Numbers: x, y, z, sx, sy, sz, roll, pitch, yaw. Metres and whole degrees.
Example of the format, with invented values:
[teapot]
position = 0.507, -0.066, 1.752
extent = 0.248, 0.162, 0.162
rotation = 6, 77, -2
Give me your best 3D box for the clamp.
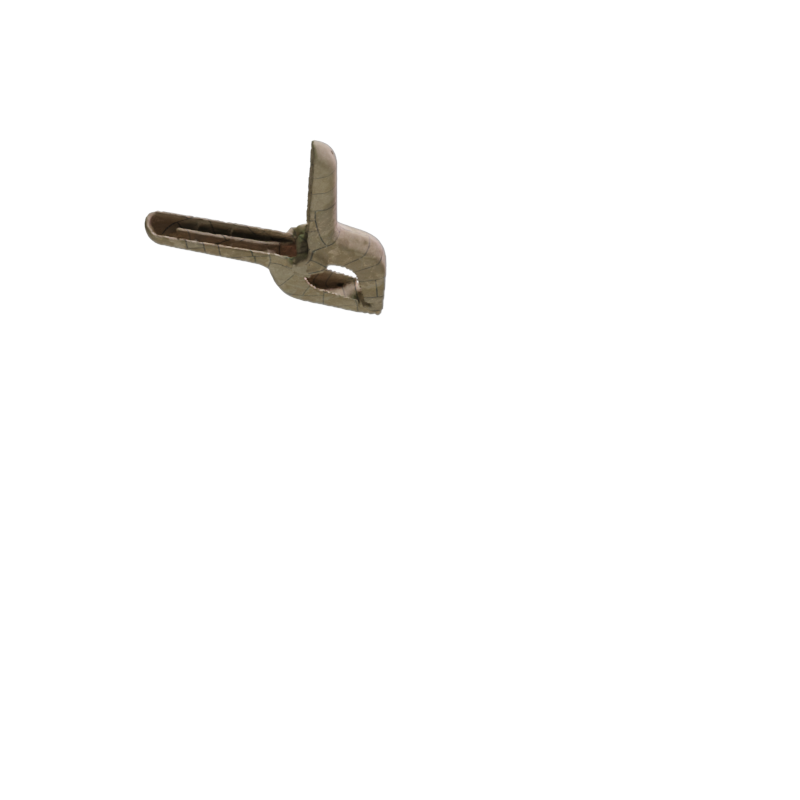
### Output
[clamp]
position = -0.067, -0.121, 0.851
extent = 0.166, 0.039, 0.196
rotation = -21, -33, 35
